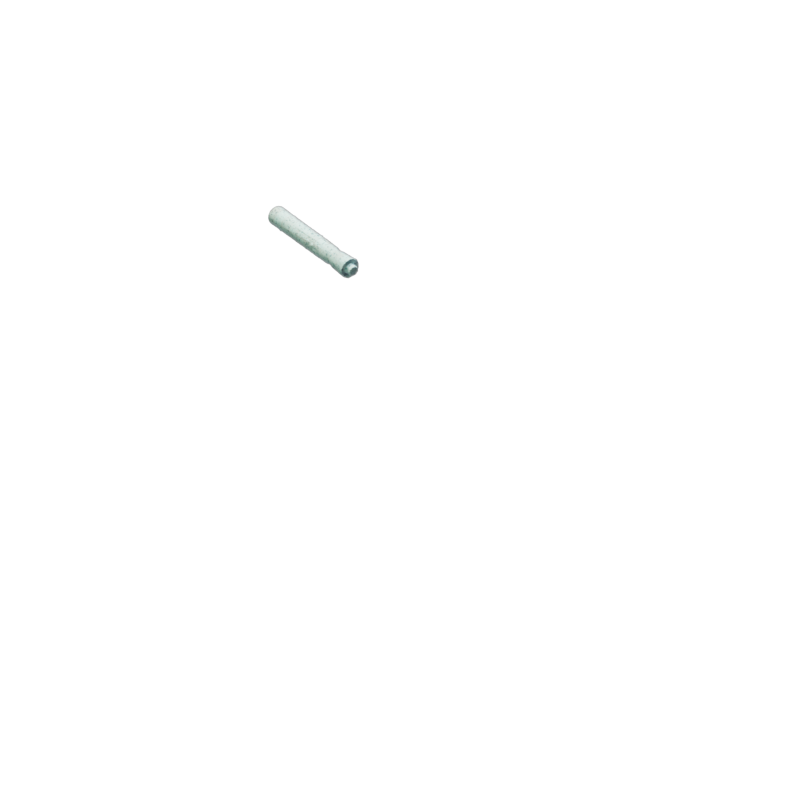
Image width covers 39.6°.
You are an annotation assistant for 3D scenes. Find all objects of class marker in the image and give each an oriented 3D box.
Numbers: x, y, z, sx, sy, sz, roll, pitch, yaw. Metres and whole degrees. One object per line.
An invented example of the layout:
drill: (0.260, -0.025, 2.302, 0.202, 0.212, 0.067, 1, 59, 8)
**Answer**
marker: (-0.076, -0.140, 0.978, 0.019, 0.019, 0.130, -3, 30, -40)
